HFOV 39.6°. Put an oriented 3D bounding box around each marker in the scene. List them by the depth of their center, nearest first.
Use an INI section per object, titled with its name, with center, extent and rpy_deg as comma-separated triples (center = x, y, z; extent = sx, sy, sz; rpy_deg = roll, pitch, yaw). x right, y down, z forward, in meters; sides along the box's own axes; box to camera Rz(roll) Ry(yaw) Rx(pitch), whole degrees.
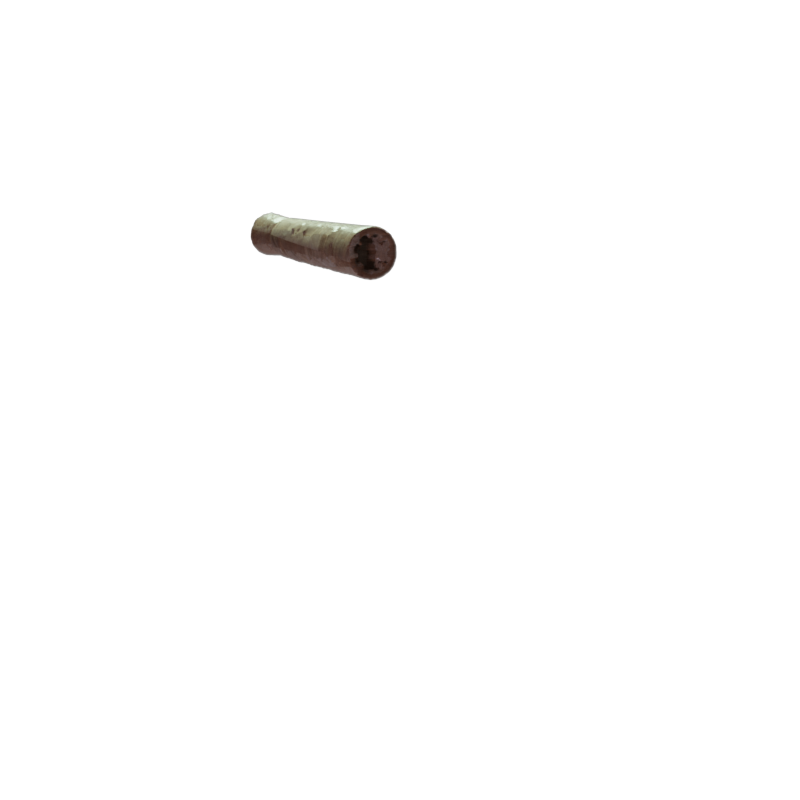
[marker]
center = -0.034, -0.062, 0.438
extent = 0.019, 0.019, 0.126
rpy_deg = -2, 11, -23
